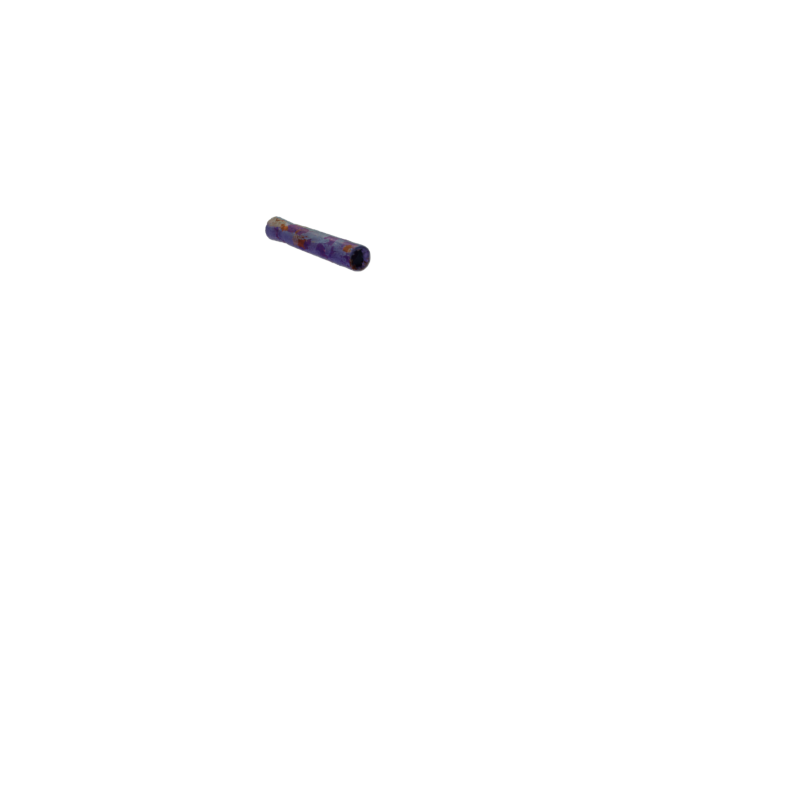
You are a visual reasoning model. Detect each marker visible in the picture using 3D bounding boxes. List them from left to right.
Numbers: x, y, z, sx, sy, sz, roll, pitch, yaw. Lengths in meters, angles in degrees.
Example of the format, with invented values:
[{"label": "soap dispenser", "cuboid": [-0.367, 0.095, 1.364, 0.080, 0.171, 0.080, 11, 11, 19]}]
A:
[{"label": "marker", "cuboid": [-0.063, -0.114, 0.800, 0.019, 0.019, 0.128, -3, 18, -34]}]
